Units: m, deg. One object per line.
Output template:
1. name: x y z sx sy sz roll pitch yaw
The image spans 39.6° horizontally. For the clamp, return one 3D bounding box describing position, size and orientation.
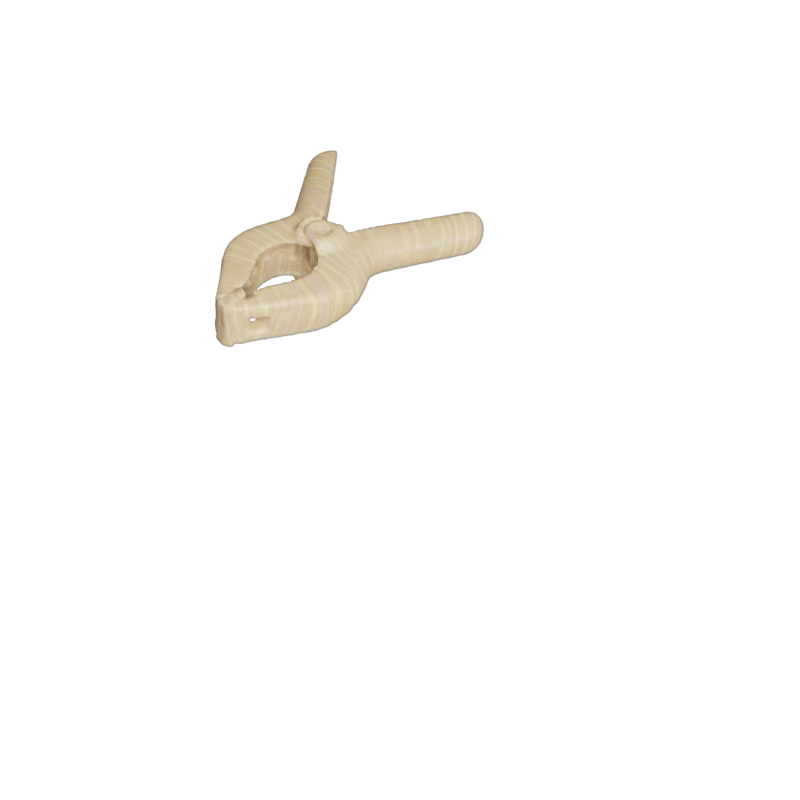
1. clamp: -0.049 -0.089 0.626 0.128 0.037 0.171 30 45 35
